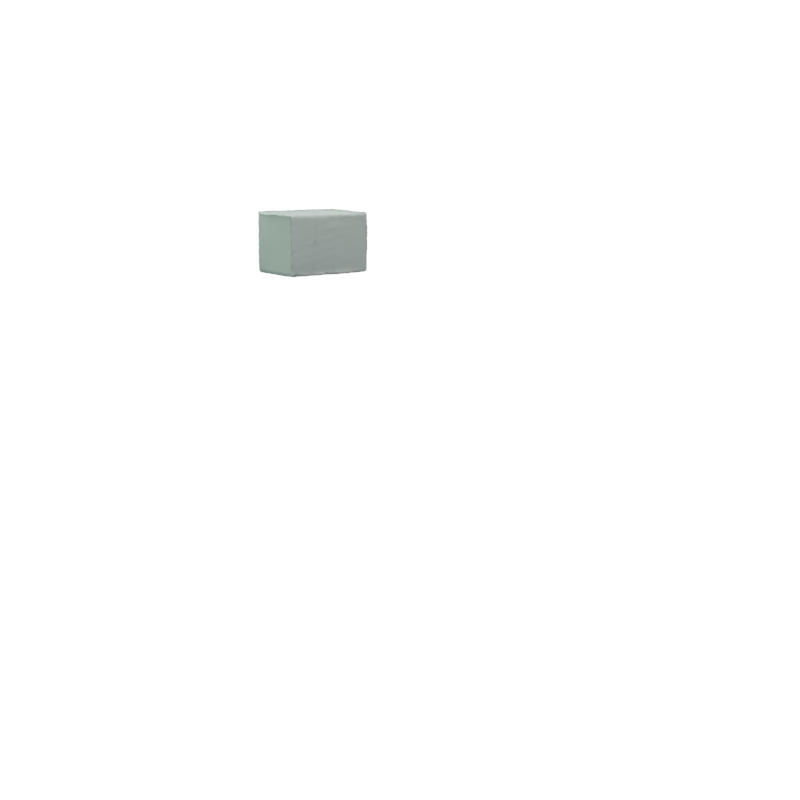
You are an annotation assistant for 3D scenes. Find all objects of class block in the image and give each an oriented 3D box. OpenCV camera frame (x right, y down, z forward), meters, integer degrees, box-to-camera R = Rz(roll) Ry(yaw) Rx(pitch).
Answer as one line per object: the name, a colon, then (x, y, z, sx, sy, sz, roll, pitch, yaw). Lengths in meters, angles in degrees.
block: (-0.073, -0.132, 0.927, 0.076, 0.050, 0.055, -7, 11, -36)
